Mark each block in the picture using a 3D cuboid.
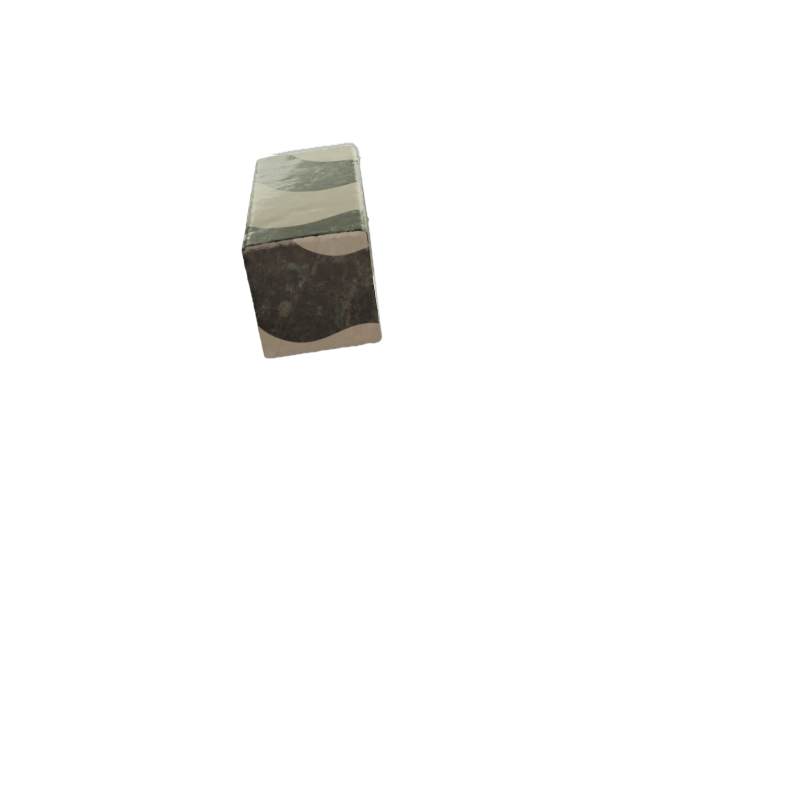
[{"bbox_3d":[-0.068,-0.126,0.879,0.090,0.086,0.218,-9,28,1],"label":"block"}]
